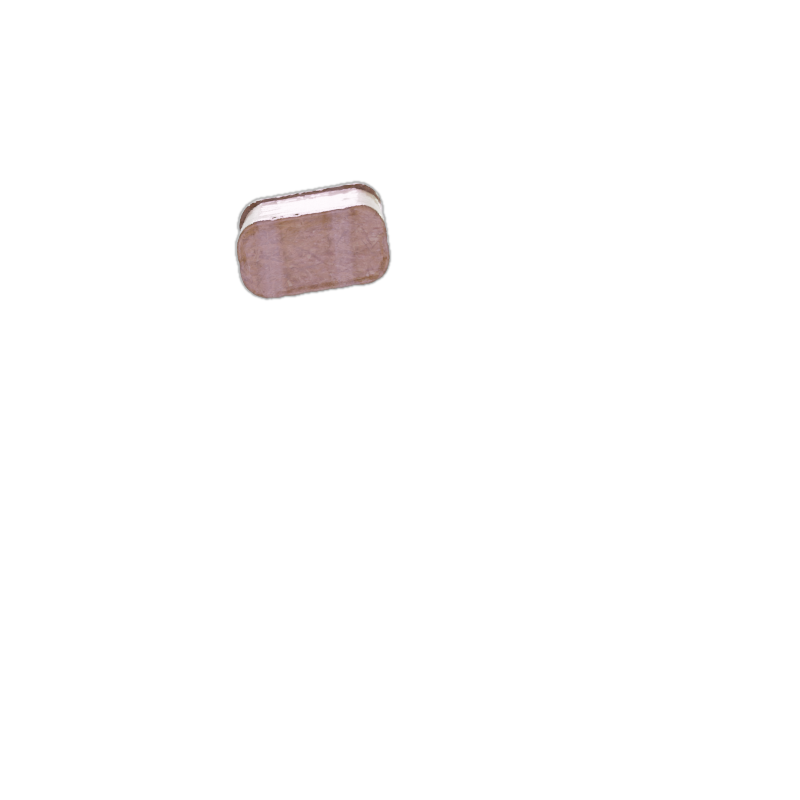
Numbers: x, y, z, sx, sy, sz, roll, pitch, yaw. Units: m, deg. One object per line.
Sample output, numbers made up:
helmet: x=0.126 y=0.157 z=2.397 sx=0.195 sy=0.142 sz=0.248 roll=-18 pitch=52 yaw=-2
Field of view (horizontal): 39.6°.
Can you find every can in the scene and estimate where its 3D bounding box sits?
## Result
can: x=-0.058 y=-0.105 z=0.736 sx=0.102 sy=0.056 sz=0.087 roll=-9 pitch=17 yaw=1
